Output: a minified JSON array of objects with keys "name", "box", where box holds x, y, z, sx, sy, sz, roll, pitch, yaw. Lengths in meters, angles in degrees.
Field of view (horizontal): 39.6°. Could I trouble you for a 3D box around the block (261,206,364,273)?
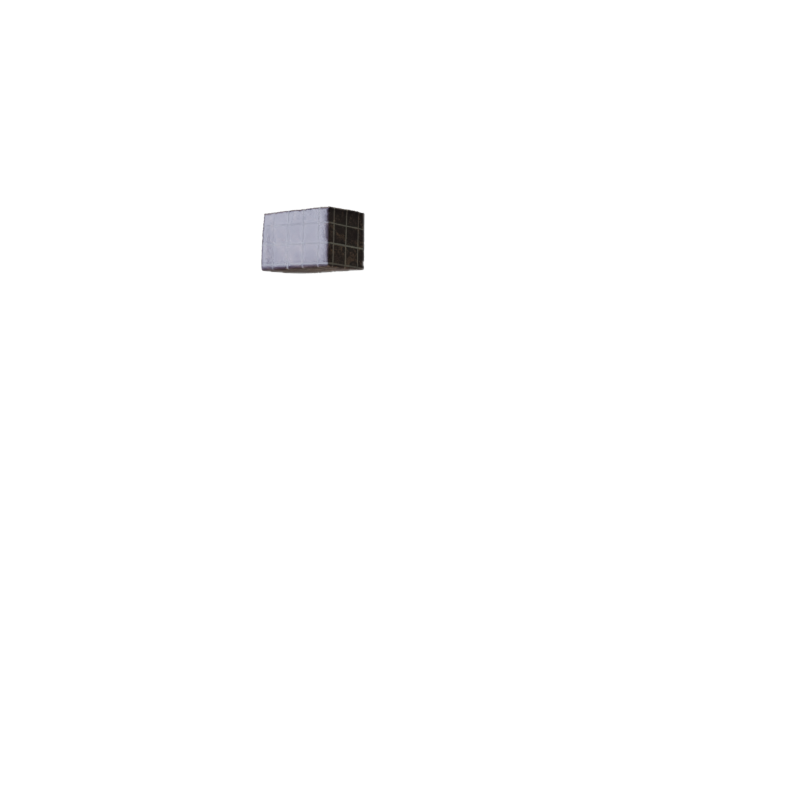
[{"name":"block","box":[-0.076,-0.139,0.973,0.081,0.052,0.050,0,-2,37]}]
